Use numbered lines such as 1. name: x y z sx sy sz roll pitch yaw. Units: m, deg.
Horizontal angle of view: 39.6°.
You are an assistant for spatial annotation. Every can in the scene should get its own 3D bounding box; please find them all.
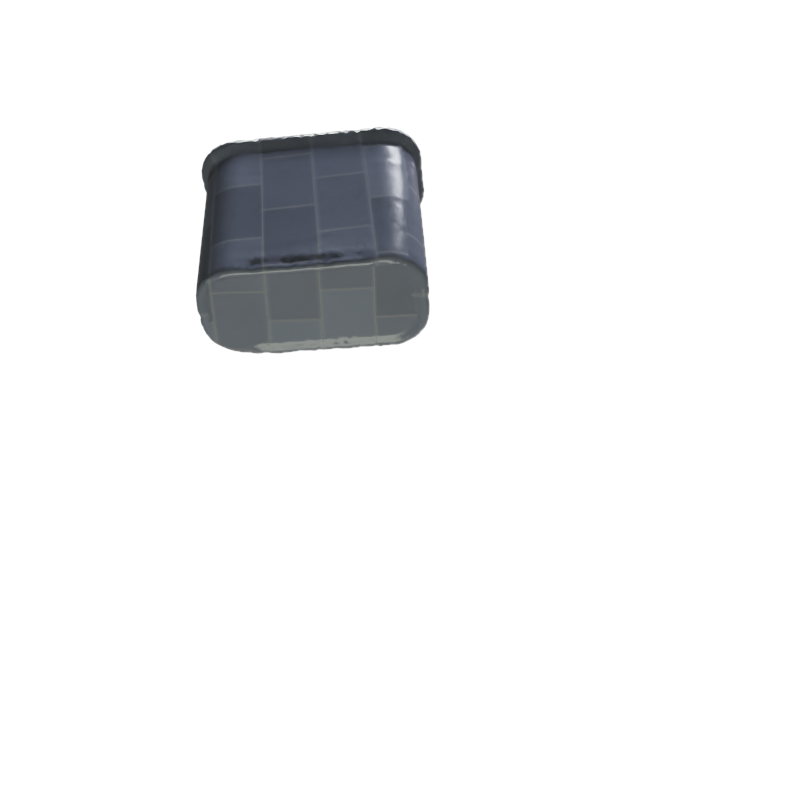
1. can: -0.038 -0.070 0.488 0.102 0.090 0.053 -5 -43 3
